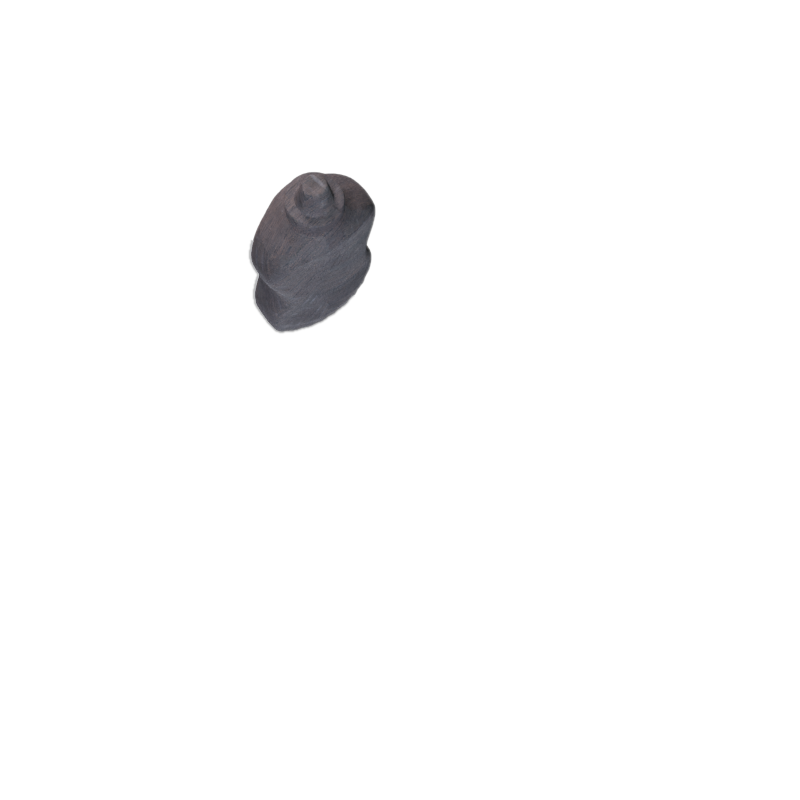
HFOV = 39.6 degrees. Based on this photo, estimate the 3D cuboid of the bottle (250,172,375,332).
[{"bbox_3d":[-0.062,-0.114,0.801,0.096,0.061,0.184,-34,-11,-13],"label":"bottle"}]
